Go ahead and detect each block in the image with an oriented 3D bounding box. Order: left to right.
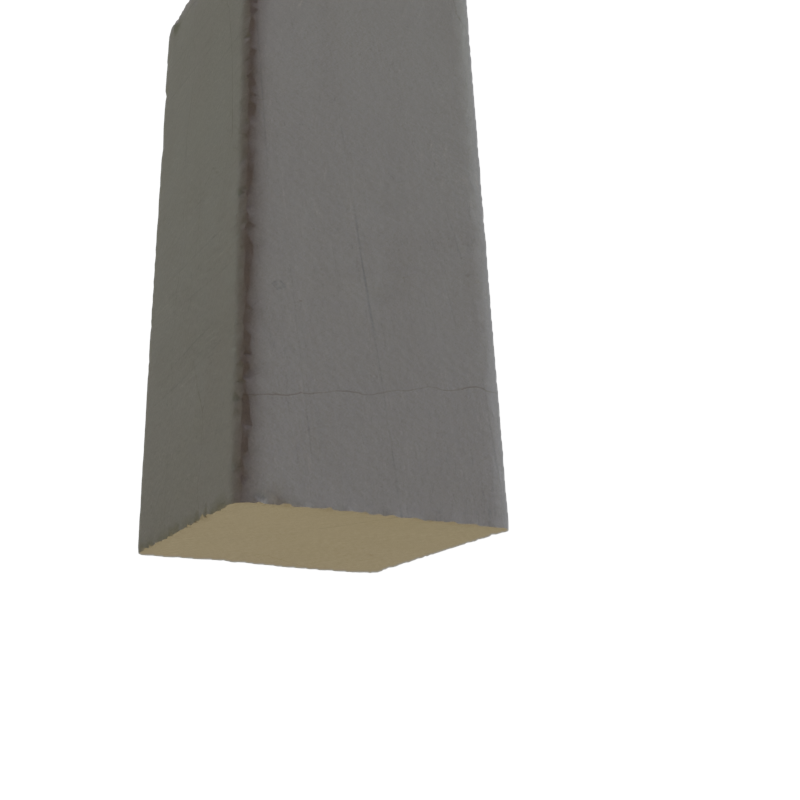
[{"bbox_3d":[-0.031,-0.055,0.386,0.087,0.218,0.089,10,-26,-26],"label":"block"}]
